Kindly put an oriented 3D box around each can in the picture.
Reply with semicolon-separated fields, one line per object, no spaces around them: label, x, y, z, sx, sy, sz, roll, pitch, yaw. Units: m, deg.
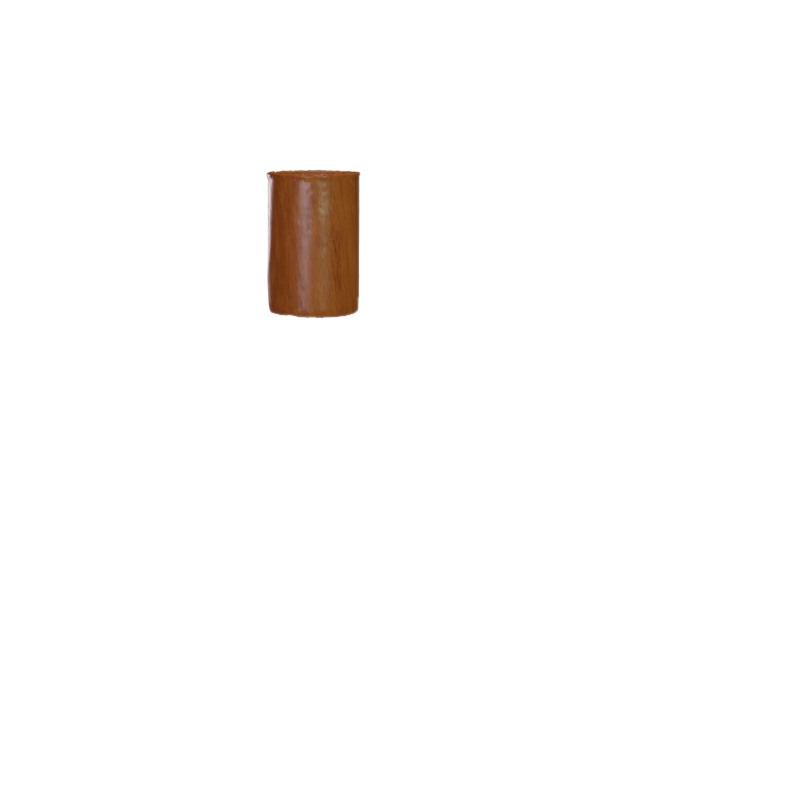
can;-0.063;-0.115;0.807;0.068;0.101;0.070;0;8;-2
